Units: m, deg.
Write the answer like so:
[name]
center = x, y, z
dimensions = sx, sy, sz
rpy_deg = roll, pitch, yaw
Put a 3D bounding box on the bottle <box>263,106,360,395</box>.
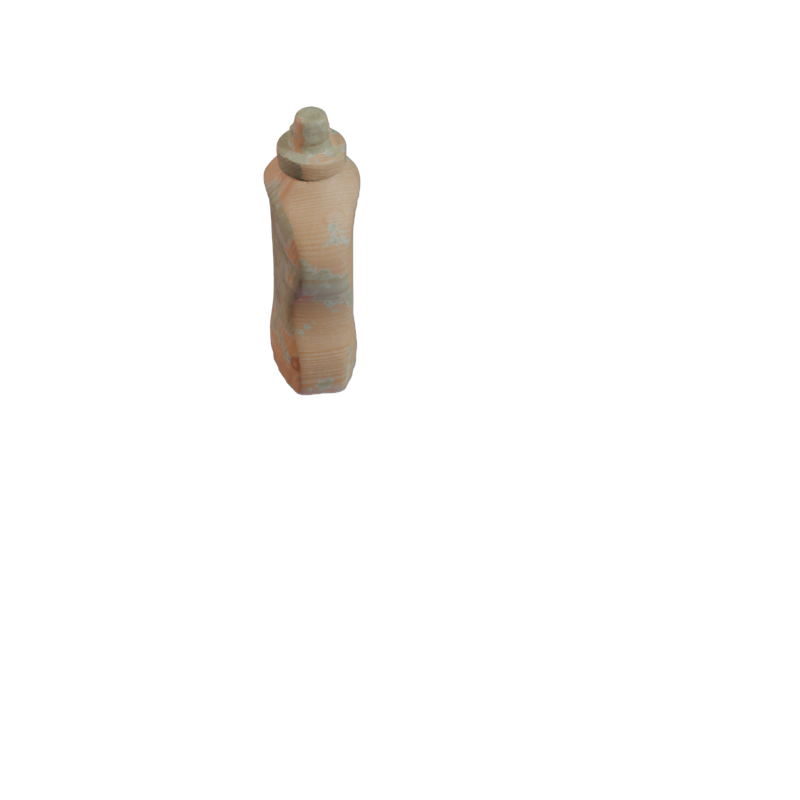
[bottle]
center = -0.055, -0.099, 0.693
dimensions = 0.058, 0.179, 0.104
rpy_deg = -3, 45, -7
